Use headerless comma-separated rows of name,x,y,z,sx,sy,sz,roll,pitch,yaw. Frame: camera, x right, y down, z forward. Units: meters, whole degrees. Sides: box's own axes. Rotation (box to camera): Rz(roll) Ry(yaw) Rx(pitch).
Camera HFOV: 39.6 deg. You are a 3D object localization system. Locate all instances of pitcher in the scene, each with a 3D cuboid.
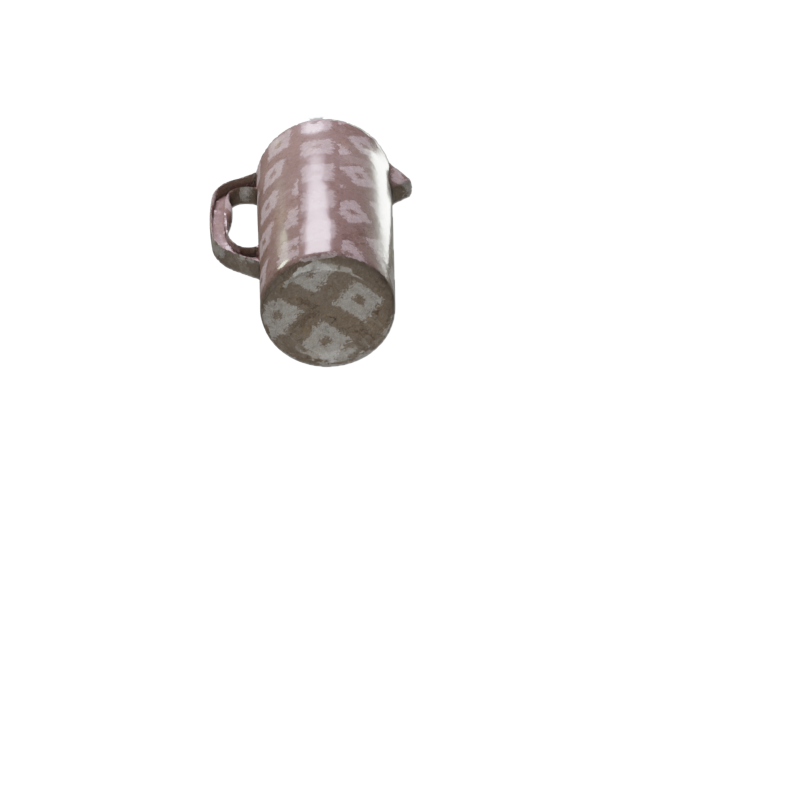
pitcher,-0.076,-0.139,0.974,0.137,0.147,0.259,40,24,-26
